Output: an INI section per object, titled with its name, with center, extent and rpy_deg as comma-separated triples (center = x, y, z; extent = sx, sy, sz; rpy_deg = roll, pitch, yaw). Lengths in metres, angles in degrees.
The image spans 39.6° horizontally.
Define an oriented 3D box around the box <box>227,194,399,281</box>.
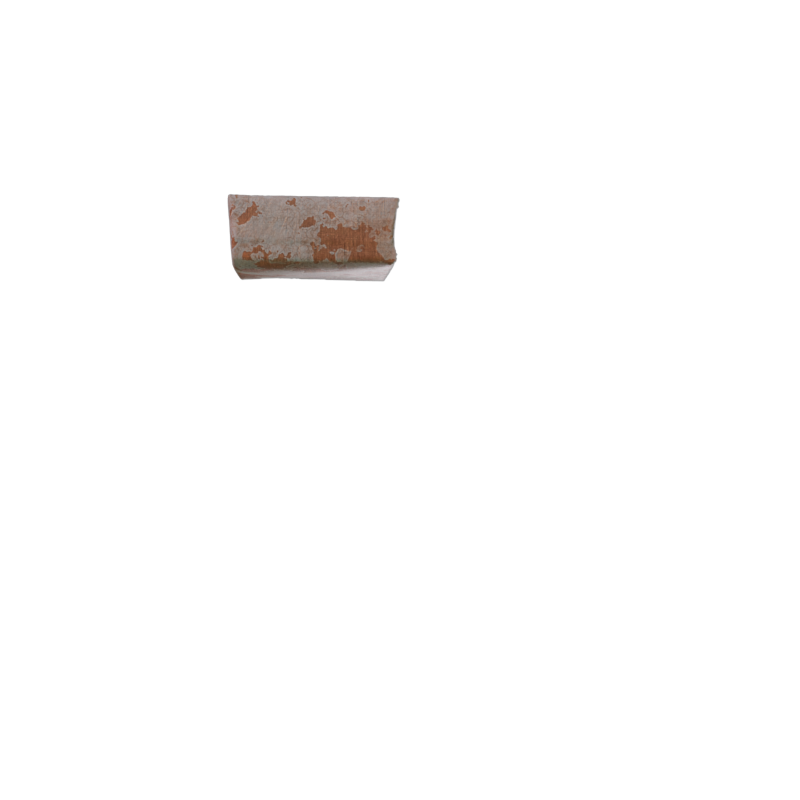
[box]
center = -0.049, -0.089, 0.622
extent = 0.090, 0.039, 0.113
rpy_deg = 0, 2, -3
